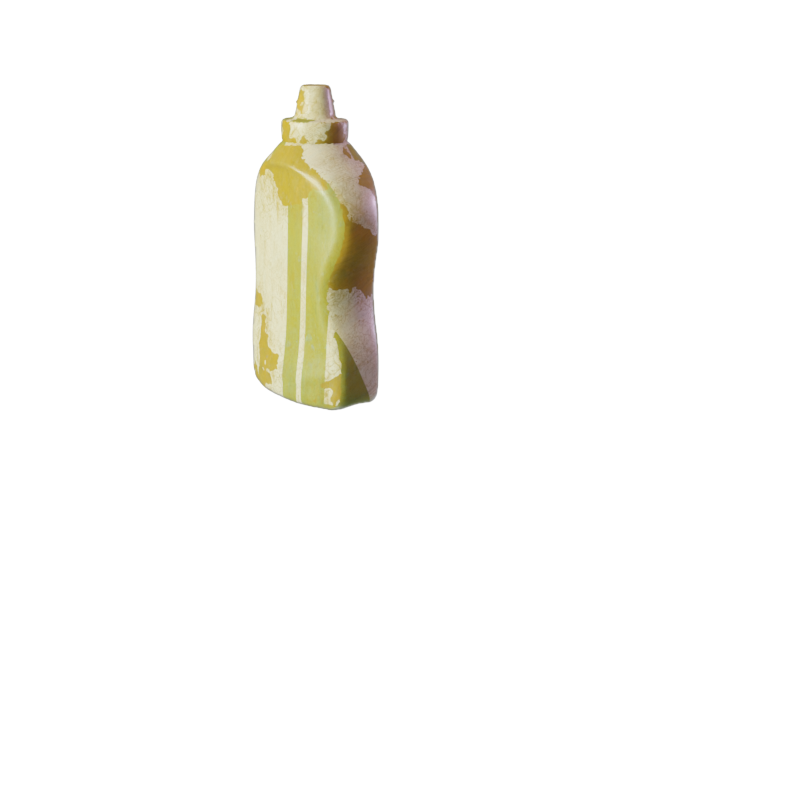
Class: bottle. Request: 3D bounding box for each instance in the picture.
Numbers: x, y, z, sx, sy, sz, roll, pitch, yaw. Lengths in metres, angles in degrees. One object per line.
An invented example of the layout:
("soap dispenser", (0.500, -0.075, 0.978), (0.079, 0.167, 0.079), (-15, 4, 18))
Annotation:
("bottle", (-0.053, -0.098, 0.684), (0.057, 0.186, 0.101), (-8, 16, -36))
